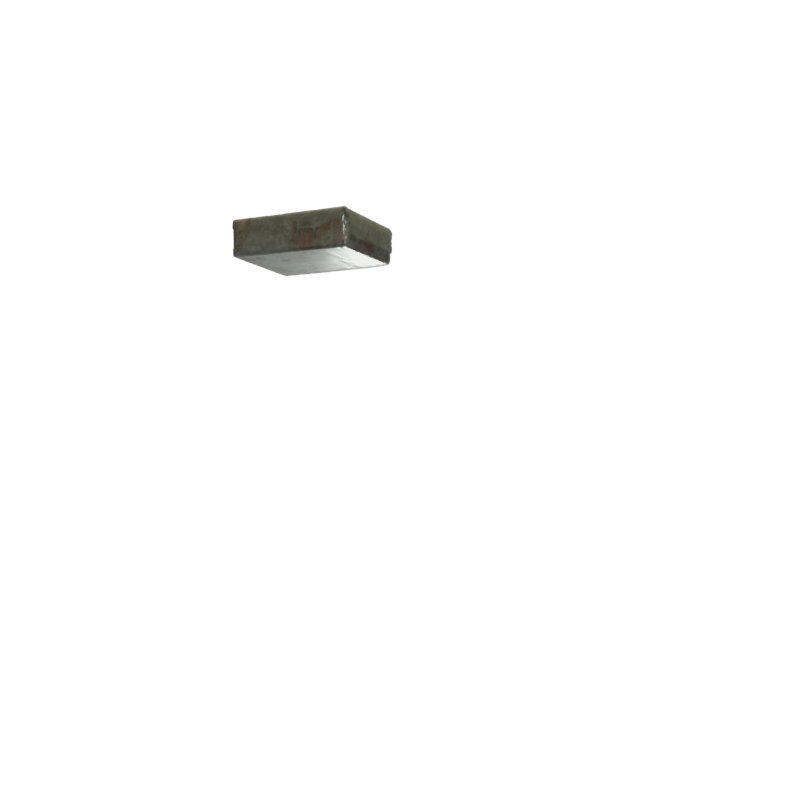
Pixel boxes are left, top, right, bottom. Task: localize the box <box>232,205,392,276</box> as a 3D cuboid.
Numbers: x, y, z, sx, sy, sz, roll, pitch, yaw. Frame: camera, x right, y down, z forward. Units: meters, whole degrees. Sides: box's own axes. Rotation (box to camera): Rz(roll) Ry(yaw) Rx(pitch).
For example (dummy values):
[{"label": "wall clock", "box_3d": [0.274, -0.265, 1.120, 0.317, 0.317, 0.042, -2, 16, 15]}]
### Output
[{"label": "box", "box_3d": [-0.060, -0.110, 0.769, 0.092, 0.031, 0.069, -3, -7, 26]}]
